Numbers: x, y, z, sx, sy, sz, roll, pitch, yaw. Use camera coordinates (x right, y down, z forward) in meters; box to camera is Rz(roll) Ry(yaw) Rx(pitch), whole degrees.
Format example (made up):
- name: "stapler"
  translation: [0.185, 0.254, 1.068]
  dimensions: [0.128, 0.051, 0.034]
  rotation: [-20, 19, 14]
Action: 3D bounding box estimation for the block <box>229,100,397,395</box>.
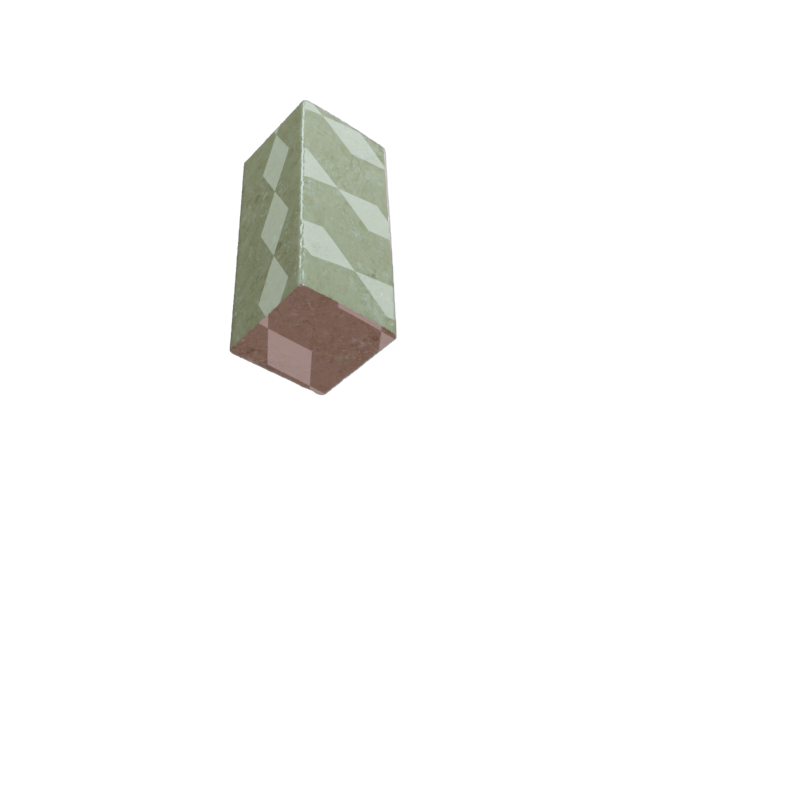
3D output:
- name: "block"
  translation: [-0.067, -0.123, 0.862]
  dimensions: [0.085, 0.221, 0.089]
  rotation: [27, -50, -30]
